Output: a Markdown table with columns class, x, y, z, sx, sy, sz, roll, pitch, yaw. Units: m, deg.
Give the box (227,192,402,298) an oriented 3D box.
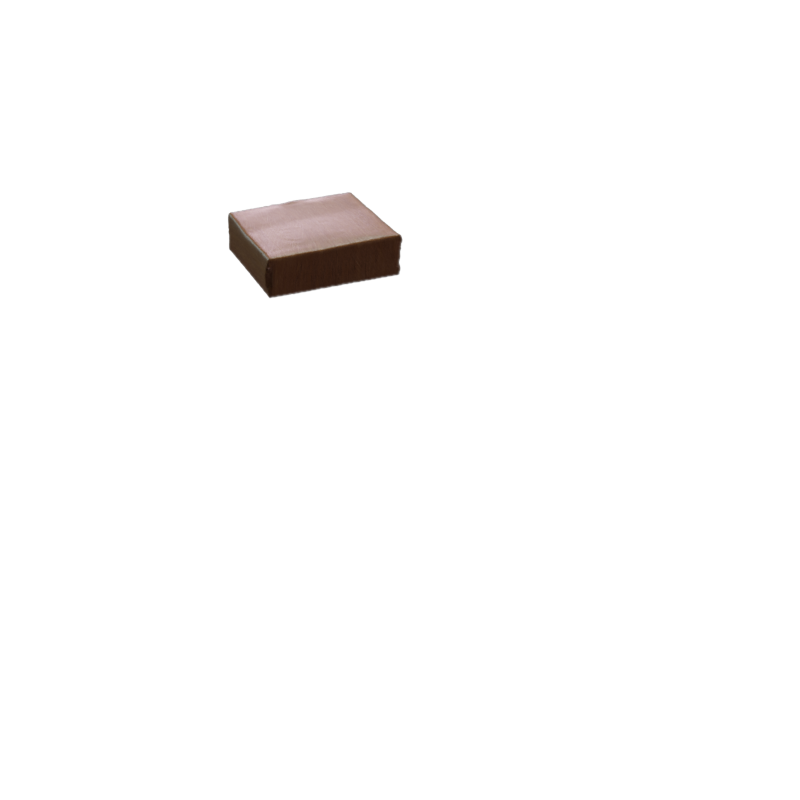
| class | x | y | z | sx | sy | sz | roll | pitch | yaw |
| --- | --- | --- | --- | --- | --- | --- | --- | --- | --- |
| box | -0.054 | -0.098 | 0.689 | 0.088 | 0.028 | 0.079 | -13 | 34 | -21 |
